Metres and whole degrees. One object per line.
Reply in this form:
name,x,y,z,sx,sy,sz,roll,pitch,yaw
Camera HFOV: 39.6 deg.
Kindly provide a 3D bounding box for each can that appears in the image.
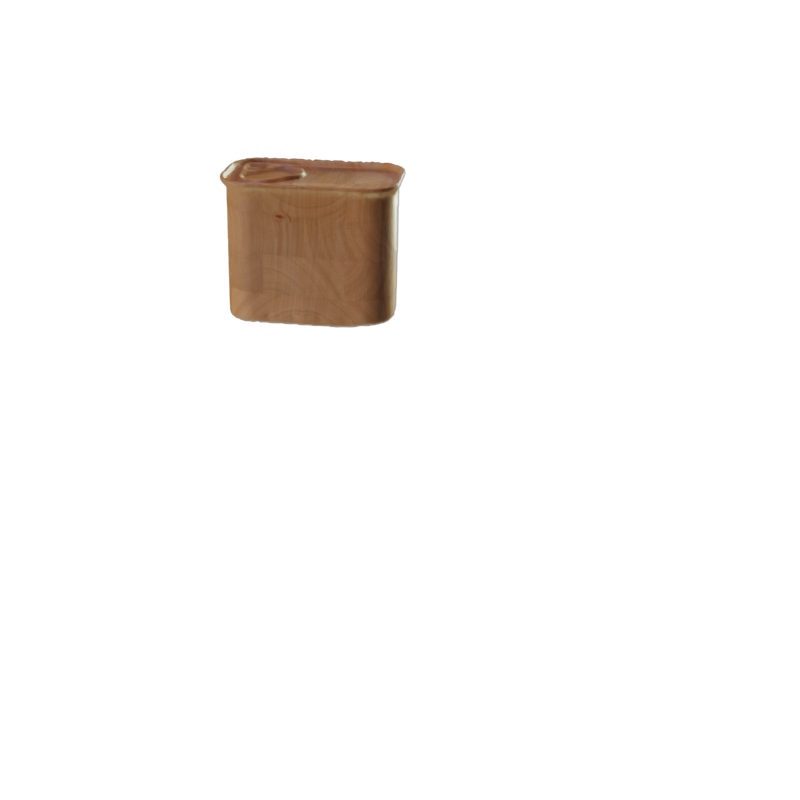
can,-0.050,-0.091,0.635,0.103,0.080,0.059,4,22,8
